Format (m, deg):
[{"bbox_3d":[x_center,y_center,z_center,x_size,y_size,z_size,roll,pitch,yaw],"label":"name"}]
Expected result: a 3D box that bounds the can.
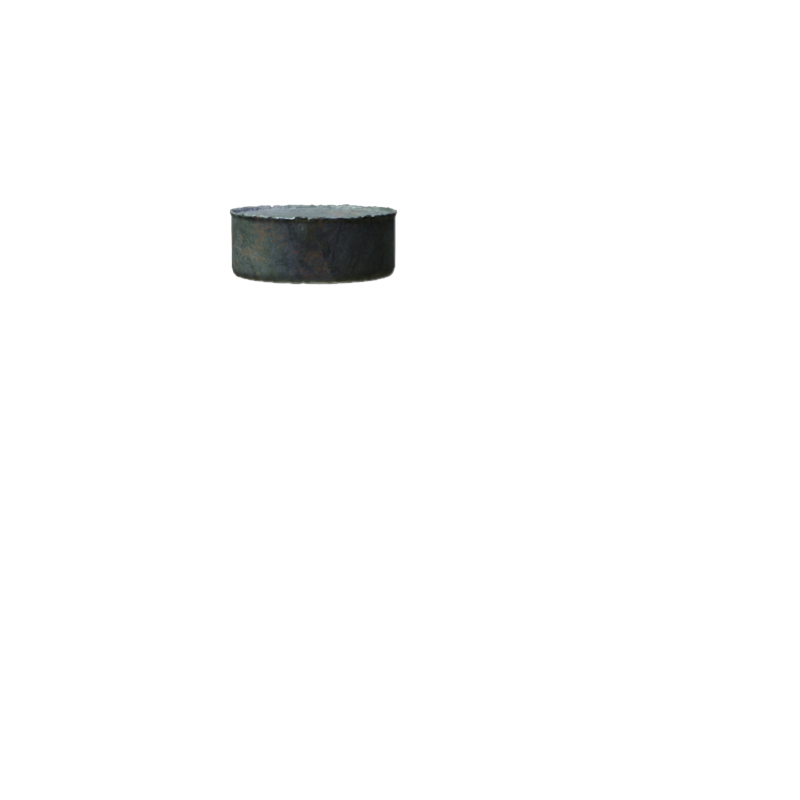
[{"bbox_3d":[-0.045,-0.081,0.570,0.086,0.033,0.088,0,13,-2],"label":"can"}]
